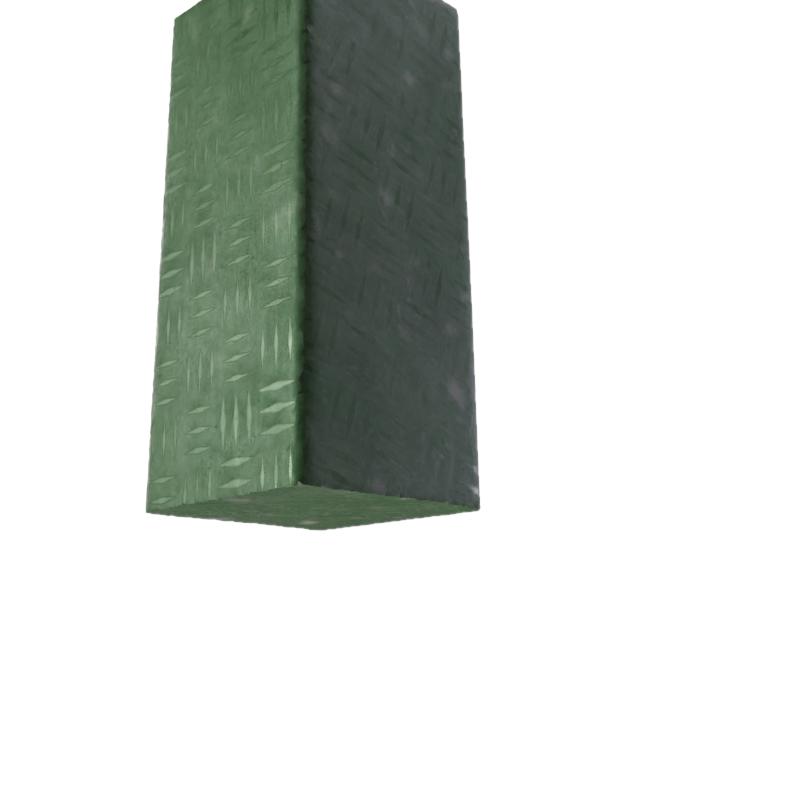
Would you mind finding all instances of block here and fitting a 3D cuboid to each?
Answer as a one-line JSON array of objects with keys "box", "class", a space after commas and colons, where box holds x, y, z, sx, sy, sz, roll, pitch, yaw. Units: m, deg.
[{"box": [-0.033, -0.062, 0.433, 0.085, 0.216, 0.092, 16, -26, -42], "class": "block"}]
